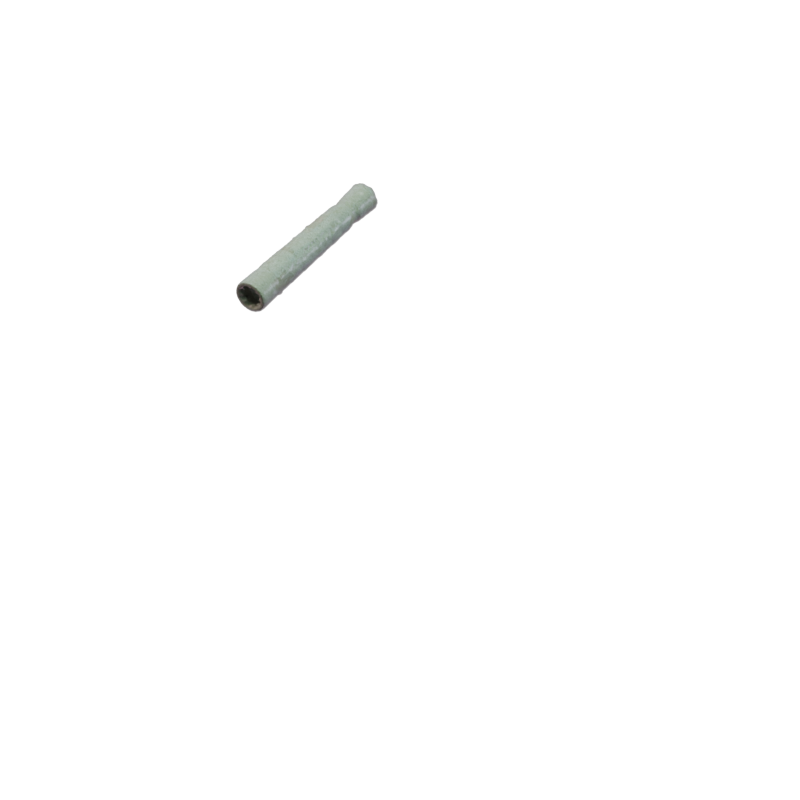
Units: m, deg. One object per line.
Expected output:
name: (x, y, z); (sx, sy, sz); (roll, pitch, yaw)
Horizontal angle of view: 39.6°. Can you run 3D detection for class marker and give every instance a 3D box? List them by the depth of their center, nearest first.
marker: (-0.049, -0.089, 0.624); (0.020, 0.019, 0.124); (2, 36, 36)
